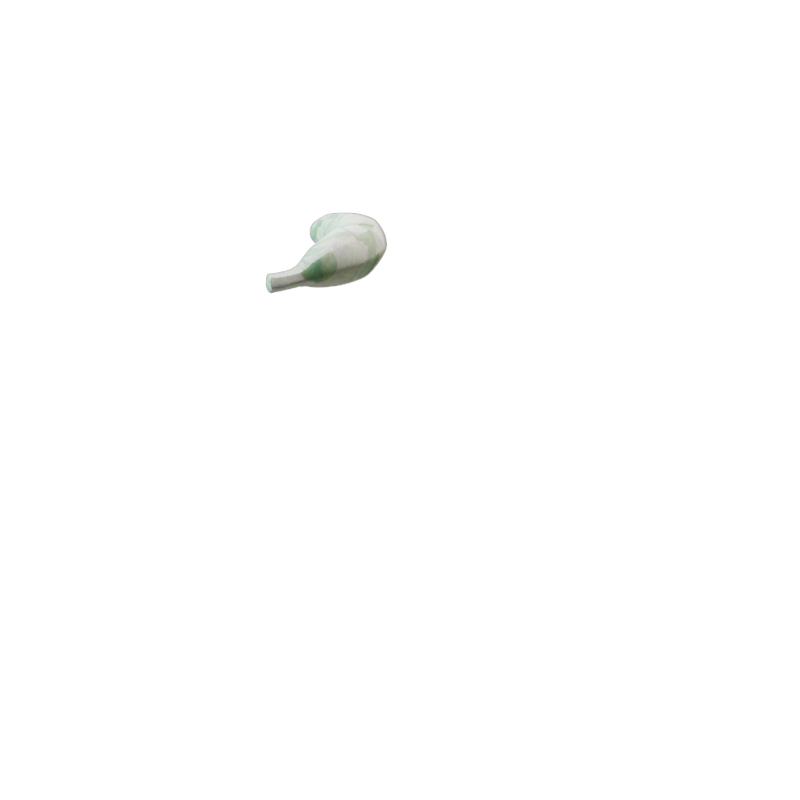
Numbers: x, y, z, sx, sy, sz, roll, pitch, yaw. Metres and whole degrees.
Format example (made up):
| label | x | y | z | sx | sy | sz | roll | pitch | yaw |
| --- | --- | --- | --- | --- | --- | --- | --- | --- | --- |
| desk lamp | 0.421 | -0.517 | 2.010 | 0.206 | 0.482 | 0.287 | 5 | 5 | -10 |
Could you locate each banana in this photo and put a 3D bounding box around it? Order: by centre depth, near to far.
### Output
| label | x | y | z | sx | sy | sz | roll | pitch | yaw |
| --- | --- | --- | --- | --- | --- | --- | --- | --- | --- |
| banana | -0.043 | -0.110 | 0.775 | 0.070 | 0.036 | 0.202 | 1 | 16 | 5 |
